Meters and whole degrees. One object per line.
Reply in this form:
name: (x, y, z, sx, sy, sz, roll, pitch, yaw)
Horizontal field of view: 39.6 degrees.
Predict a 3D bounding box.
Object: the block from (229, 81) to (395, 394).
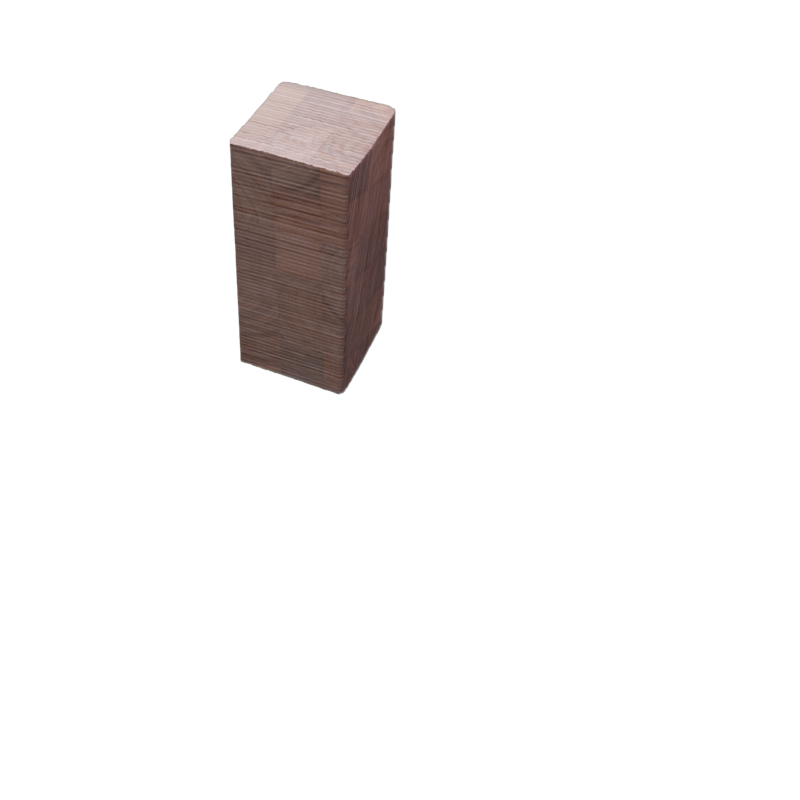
block: (-0.063, -0.117, 0.817, 0.094, 0.192, 0.094, 17, 45, 14)
